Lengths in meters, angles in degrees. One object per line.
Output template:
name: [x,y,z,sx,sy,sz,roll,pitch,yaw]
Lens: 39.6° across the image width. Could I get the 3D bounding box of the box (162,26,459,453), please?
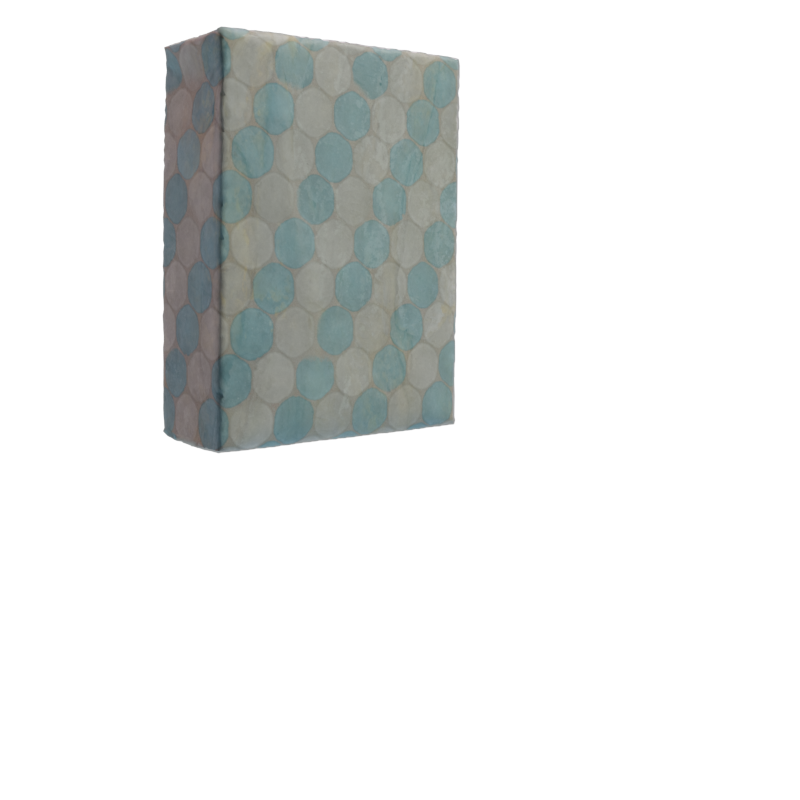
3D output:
box: [-0.048,-0.088,0.618,0.158,0.214,0.075,-2,2,-38]
